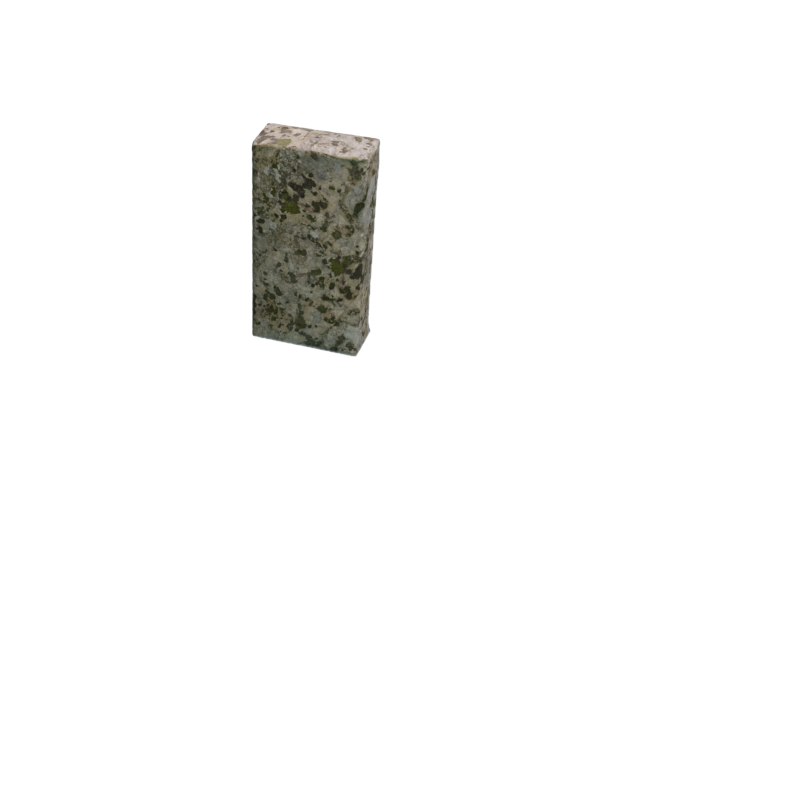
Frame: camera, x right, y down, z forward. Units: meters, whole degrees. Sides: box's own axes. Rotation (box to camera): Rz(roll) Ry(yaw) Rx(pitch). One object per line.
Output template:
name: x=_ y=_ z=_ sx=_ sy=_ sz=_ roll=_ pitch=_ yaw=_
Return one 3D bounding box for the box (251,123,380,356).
box: x=-0.068 y=-0.124 z=0.871 sx=0.095 sy=0.165 sz=0.050 roll=11 pitch=35 yaw=13
